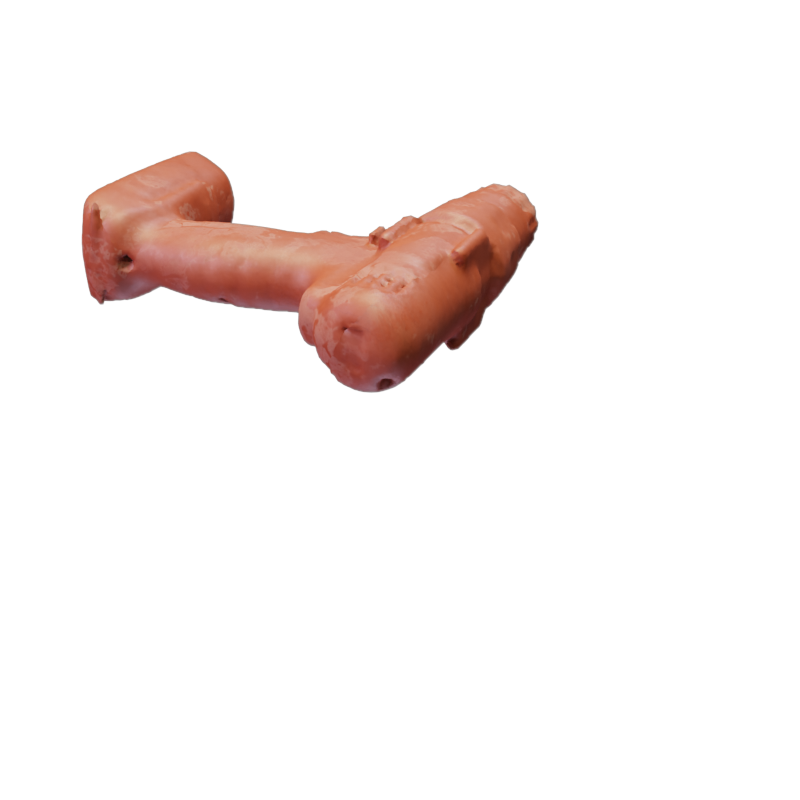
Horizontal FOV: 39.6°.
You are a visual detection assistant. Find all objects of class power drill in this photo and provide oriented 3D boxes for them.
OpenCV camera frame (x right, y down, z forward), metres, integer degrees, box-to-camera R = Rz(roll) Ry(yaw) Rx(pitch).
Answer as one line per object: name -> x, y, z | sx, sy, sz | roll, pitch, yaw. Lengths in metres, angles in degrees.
power drill -> -0.042, -0.076, 0.533 | 0.195, 0.055, 0.186 | 12, 28, 24
